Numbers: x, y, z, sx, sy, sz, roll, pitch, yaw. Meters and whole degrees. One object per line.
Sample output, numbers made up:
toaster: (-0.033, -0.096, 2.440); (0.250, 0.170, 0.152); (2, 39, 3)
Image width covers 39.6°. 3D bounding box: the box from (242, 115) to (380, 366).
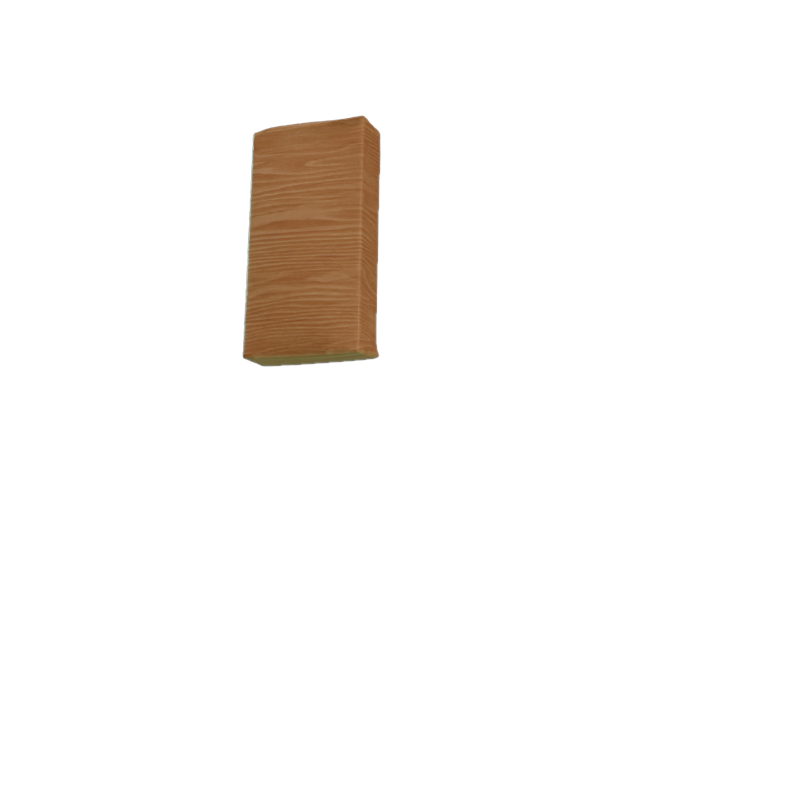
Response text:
box: (-0.064, -0.116, 0.812); (0.095, 0.182, 0.045); (-5, -14, 20)
